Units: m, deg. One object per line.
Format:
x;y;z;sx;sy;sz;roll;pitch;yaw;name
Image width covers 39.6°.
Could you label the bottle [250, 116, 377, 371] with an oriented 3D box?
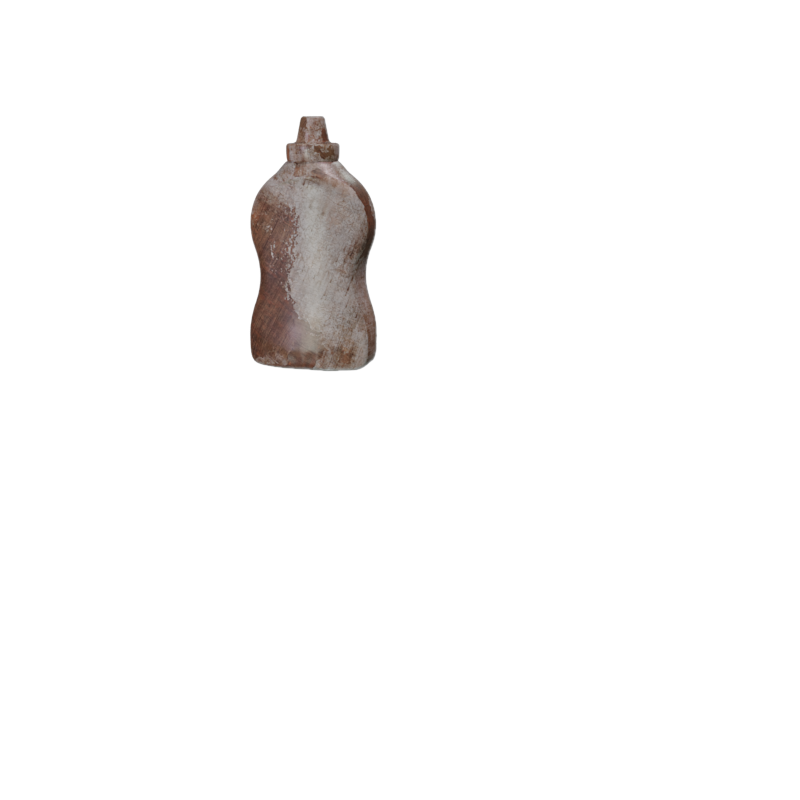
-0.067;-0.122;0.852;0.098;0.189;0.058;3;7;17;bottle
